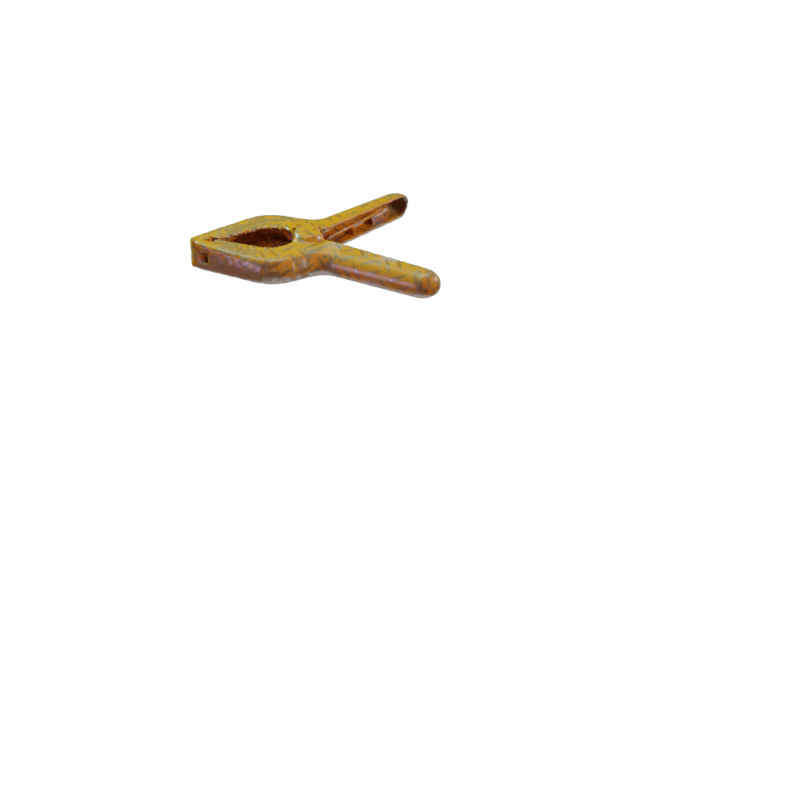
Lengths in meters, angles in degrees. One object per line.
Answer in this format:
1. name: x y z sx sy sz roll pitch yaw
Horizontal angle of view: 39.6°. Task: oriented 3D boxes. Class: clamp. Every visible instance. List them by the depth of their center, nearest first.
1. clamp: -0.076 -0.138 0.969 0.210 0.034 0.175 0 33 0
